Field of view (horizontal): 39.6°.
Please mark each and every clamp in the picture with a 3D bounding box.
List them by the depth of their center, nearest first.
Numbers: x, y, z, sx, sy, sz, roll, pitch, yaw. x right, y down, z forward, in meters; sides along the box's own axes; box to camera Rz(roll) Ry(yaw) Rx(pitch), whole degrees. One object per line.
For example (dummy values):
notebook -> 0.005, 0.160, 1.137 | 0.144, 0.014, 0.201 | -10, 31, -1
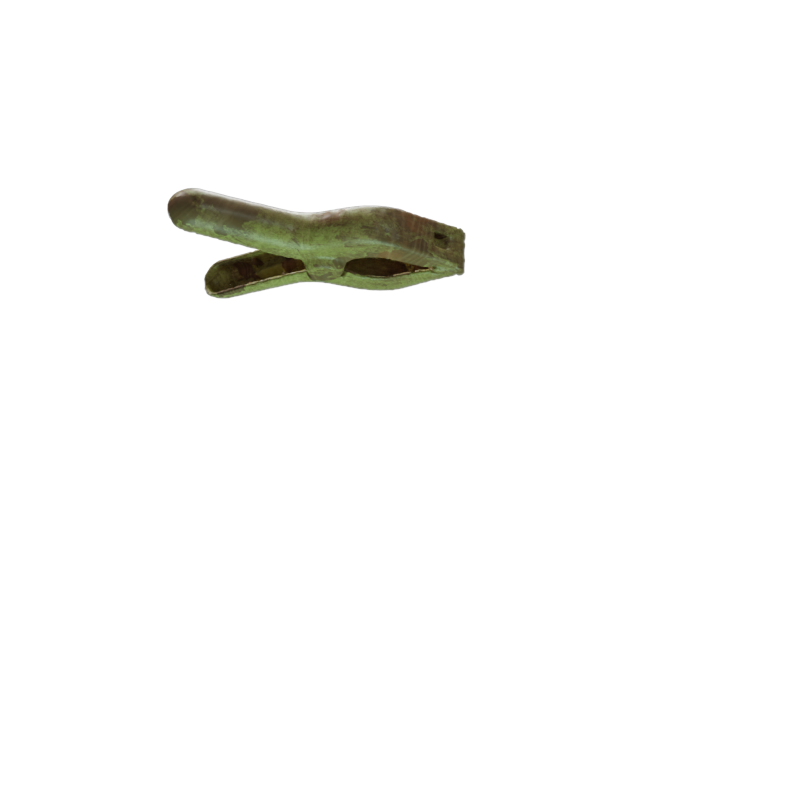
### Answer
clamp -> -0.051, -0.092, 0.647 | 0.174, 0.041, 0.114 | -3, -13, 13
